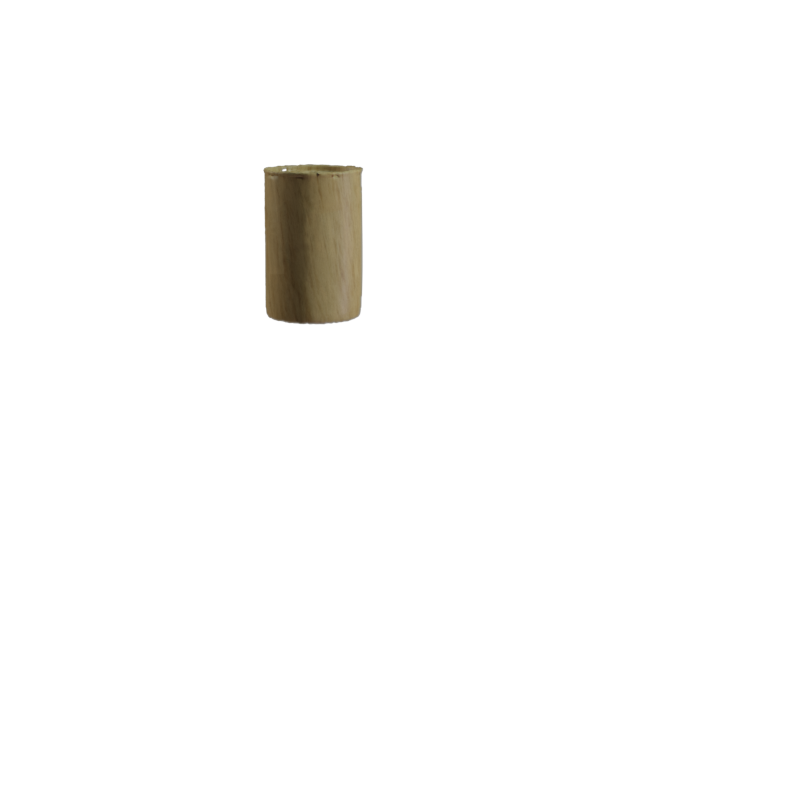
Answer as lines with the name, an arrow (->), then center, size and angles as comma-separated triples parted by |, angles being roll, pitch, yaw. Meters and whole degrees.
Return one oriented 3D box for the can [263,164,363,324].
can -> -0.060, -0.109, 0.761 | 0.068, 0.100, 0.070 | 0, 11, -2
